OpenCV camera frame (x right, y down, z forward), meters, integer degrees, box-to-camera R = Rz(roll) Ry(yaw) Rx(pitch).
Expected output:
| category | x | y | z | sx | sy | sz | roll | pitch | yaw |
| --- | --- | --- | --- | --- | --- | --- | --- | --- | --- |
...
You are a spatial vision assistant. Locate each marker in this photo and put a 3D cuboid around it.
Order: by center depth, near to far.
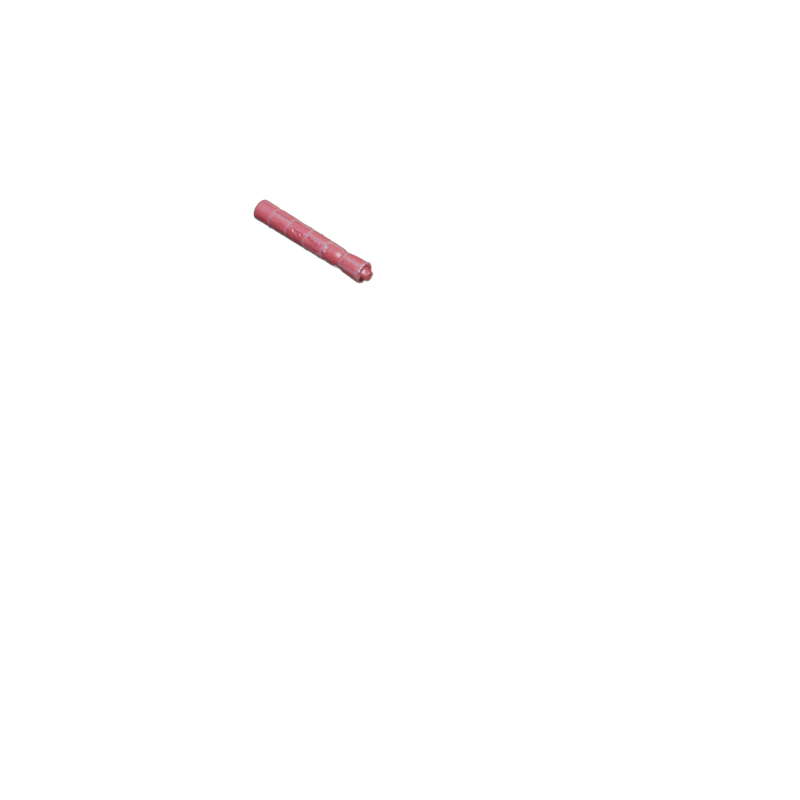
| category | x | y | z | sx | sy | sz | roll | pitch | yaw |
| --- | --- | --- | --- | --- | --- | --- | --- | --- | --- |
| marker | -0.071 | -0.130 | 0.908 | 0.128 | 0.019 | 0.019 | 34 | 20 | 28 |
